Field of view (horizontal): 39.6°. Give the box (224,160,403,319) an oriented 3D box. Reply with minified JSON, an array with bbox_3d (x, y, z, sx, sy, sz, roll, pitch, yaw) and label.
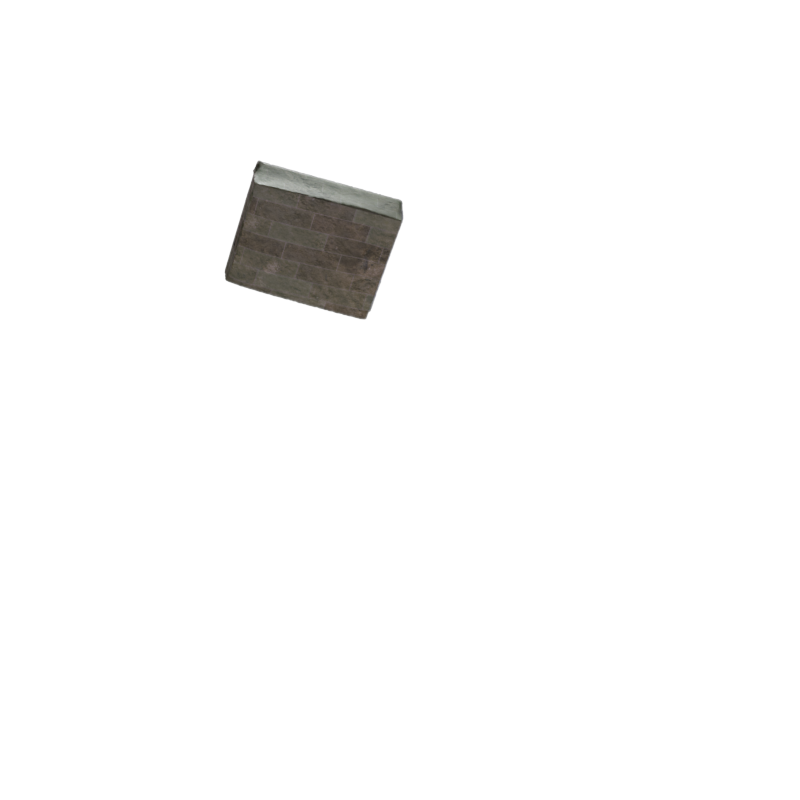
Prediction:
[{"bbox_3d":[-0.064,-0.116,0.812,0.112,0.086,0.041,14,30,-9],"label":"box"}]
